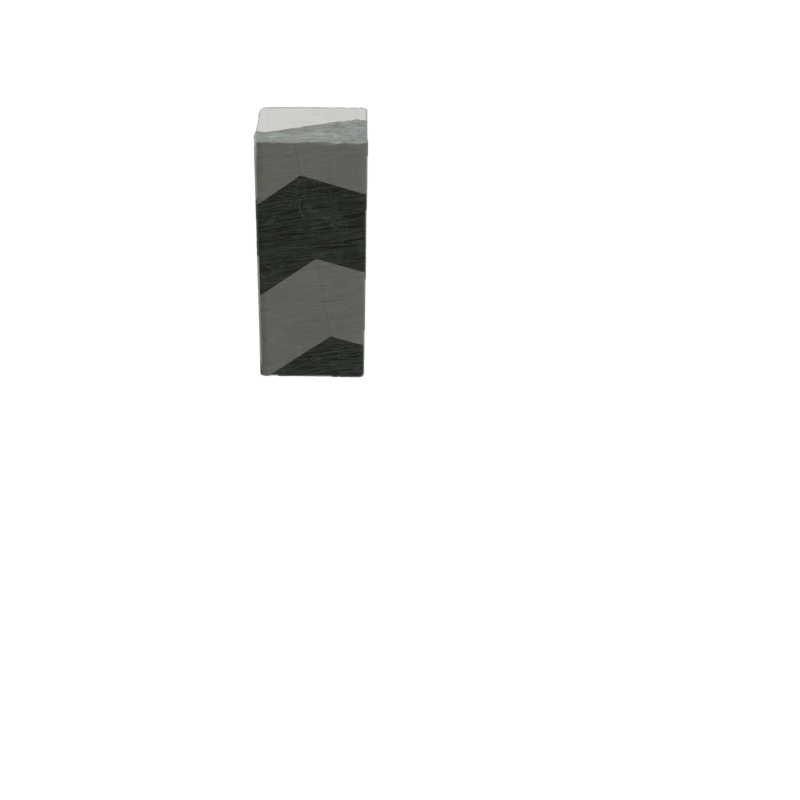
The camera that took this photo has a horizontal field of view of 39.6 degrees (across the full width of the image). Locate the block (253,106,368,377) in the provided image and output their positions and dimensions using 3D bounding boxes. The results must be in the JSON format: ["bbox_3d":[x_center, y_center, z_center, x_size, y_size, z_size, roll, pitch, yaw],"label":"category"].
[{"bbox_3d":[-0.073,-0.131,0.919,0.090,0.195,0.096,1,27,-2],"label":"block"}]
